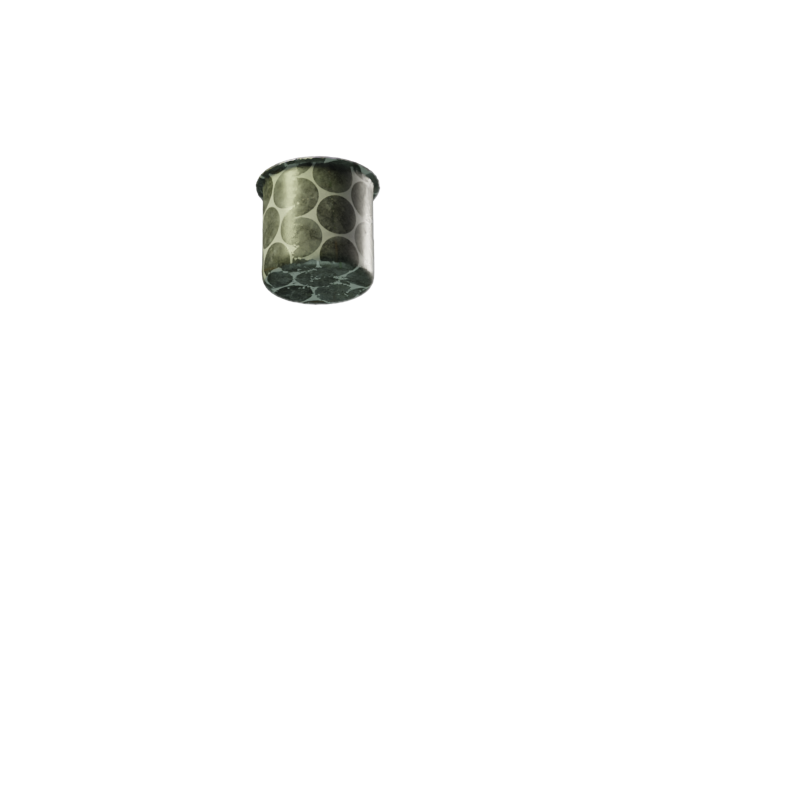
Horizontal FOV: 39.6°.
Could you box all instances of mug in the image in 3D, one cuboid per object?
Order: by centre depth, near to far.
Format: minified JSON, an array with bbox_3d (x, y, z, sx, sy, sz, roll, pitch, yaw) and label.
[{"bbox_3d":[-0.065,-0.118,0.824,0.091,0.086,0.114,7,-22,-19],"label":"mug"}]
